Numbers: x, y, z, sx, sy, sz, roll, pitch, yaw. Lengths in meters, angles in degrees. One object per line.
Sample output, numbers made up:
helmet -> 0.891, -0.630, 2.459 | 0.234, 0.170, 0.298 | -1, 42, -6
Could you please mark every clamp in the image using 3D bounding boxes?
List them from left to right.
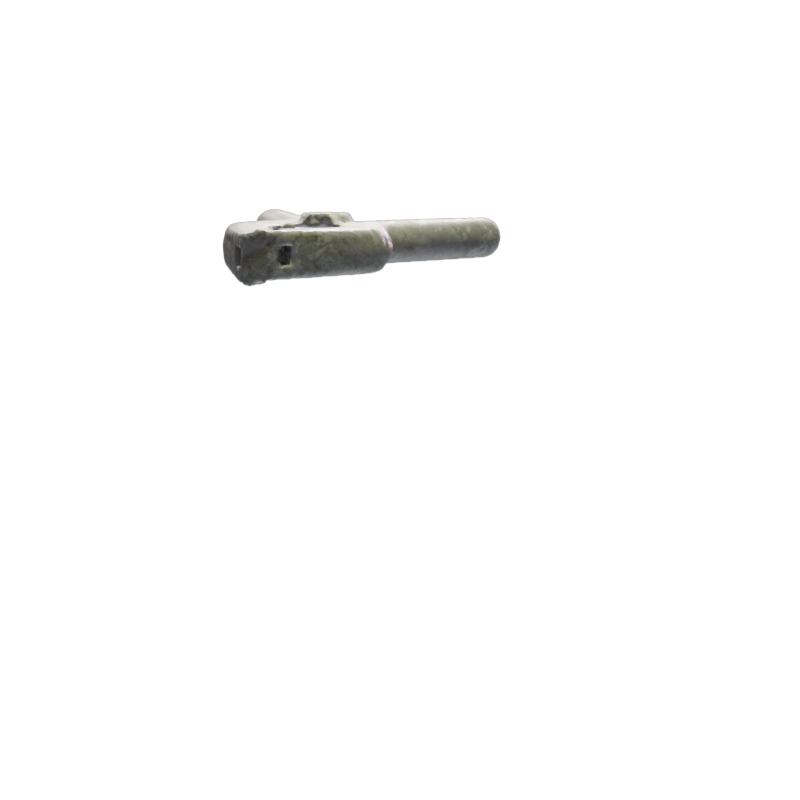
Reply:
clamp -> -0.051, -0.093, 0.651 | 0.170, 0.036, 0.207 | 6, 14, 25
